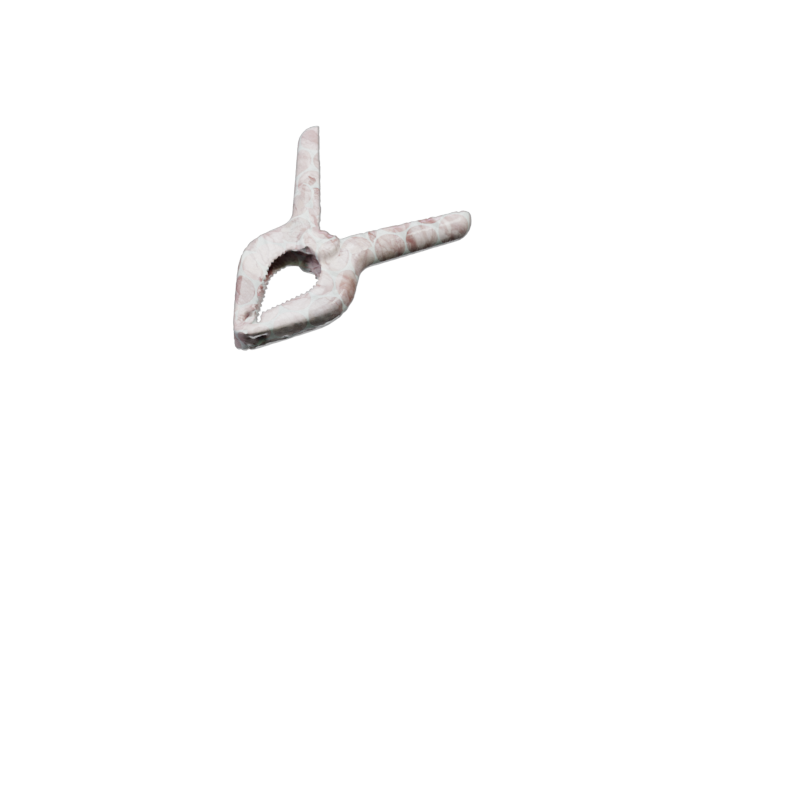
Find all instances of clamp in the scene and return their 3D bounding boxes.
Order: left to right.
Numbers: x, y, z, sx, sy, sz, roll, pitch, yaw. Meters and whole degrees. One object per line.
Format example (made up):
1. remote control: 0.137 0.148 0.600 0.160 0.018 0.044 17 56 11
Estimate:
1. clamp: -0.069 -0.125 0.877 0.173 0.213 0.034 37 -26 21
